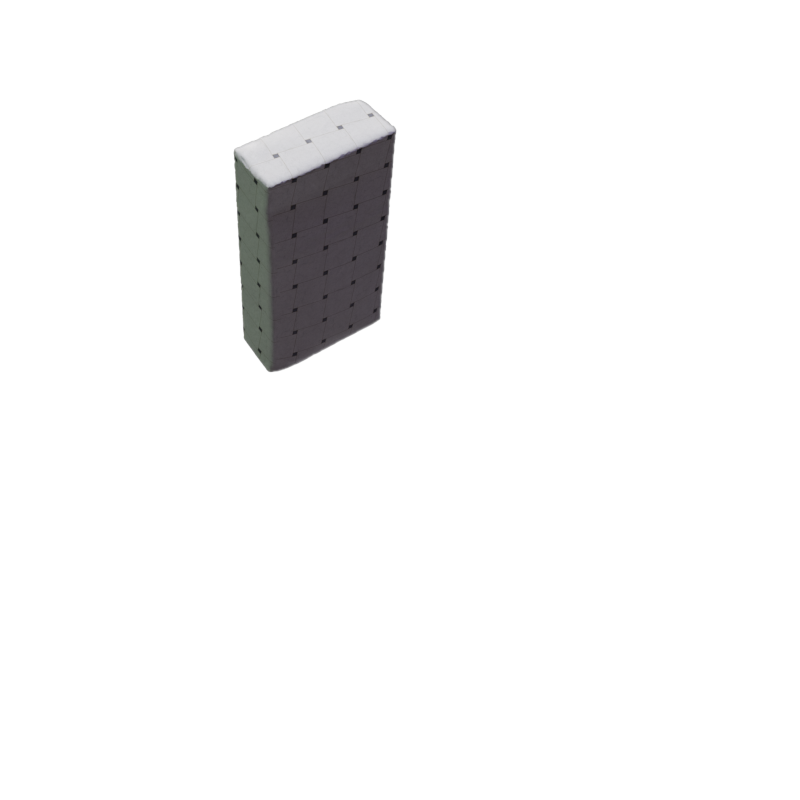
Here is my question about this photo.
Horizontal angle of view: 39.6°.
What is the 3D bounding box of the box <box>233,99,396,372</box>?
[{"bbox_3d":[-0.055,-0.101,0.706,0.093,0.164,0.052,-28,56,-25],"label":"box"}]
